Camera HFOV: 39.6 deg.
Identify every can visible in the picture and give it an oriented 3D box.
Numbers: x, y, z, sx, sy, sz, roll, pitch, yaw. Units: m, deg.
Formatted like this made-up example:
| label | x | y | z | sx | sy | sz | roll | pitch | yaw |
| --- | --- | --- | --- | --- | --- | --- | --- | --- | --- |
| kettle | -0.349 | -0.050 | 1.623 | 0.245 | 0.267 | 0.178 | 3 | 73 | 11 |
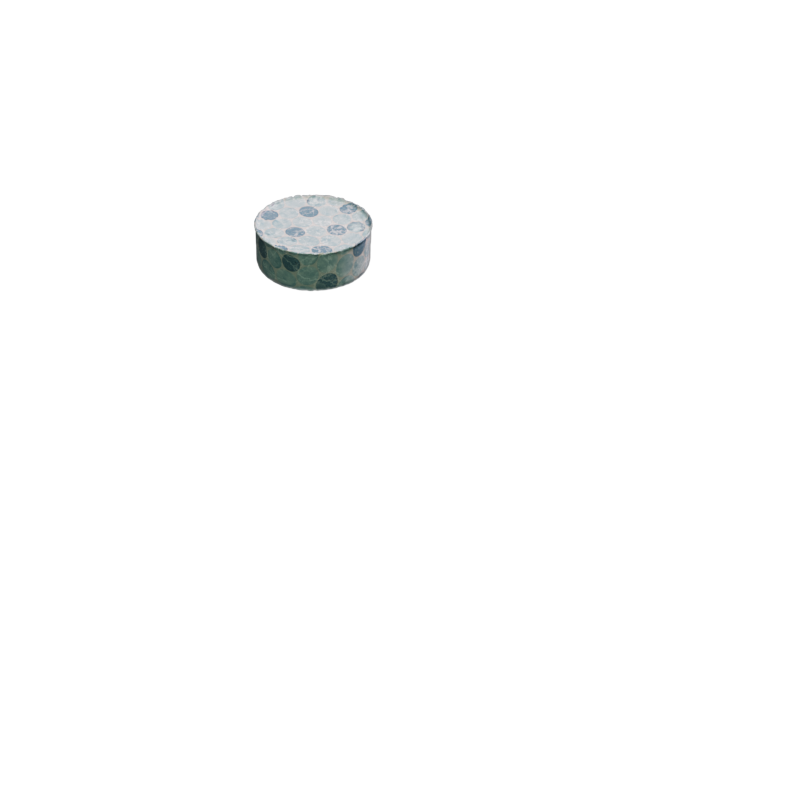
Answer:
| label | x | y | z | sx | sy | sz | roll | pitch | yaw |
| --- | --- | --- | --- | --- | --- | --- | --- | --- | --- |
| can | -0.064 | -0.116 | 0.811 | 0.086 | 0.031 | 0.092 | -1 | 36 | -2 |
